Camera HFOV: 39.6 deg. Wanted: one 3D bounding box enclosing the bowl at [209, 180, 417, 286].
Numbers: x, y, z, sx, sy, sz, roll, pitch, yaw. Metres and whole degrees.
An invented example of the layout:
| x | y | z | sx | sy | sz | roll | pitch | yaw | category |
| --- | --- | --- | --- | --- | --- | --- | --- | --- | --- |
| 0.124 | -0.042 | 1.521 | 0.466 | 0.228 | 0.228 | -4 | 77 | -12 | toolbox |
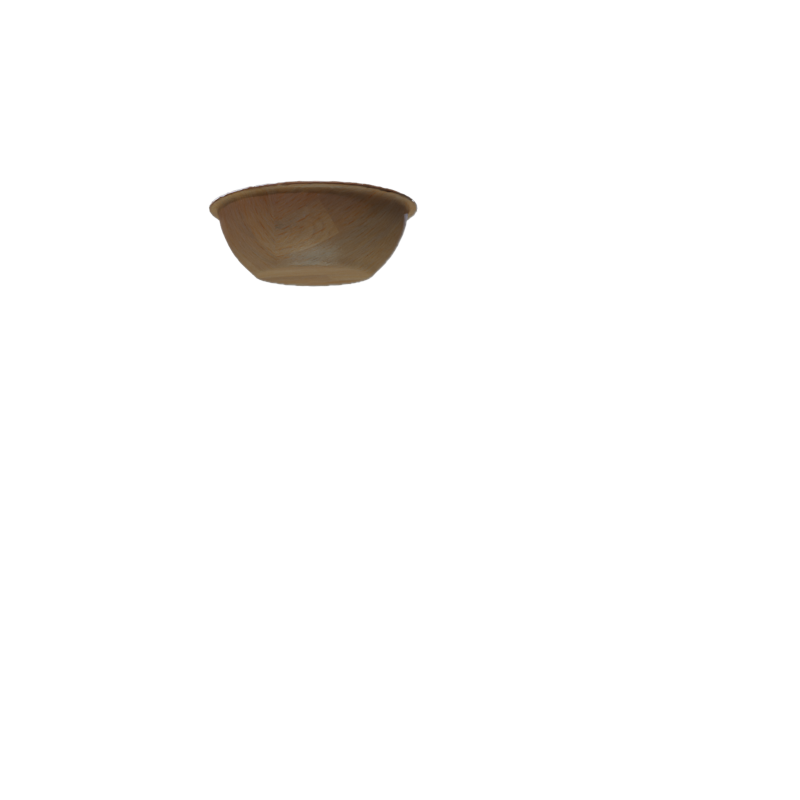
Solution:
| x | y | z | sx | sy | sz | roll | pitch | yaw | category |
| --- | --- | --- | --- | --- | --- | --- | --- | --- | --- |
| -0.067 | -0.122 | 0.854 | 0.162 | 0.056 | 0.159 | 0 | -5 | -2 | bowl |
